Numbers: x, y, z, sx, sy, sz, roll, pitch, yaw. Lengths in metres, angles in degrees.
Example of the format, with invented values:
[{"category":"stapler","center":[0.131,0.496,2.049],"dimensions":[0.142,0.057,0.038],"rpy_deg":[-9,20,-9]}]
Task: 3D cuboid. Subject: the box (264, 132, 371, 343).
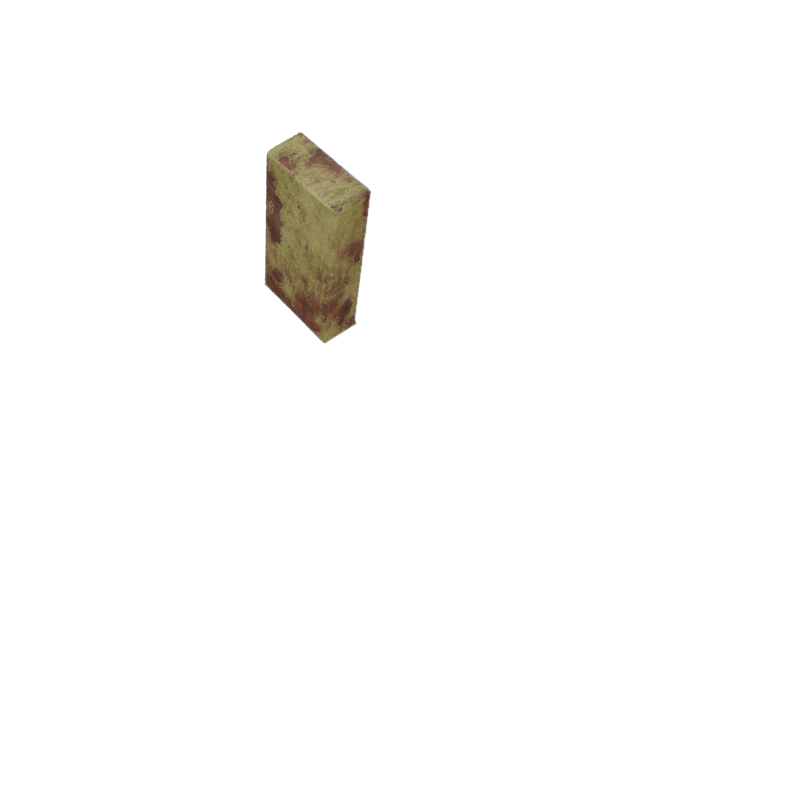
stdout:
[{"category":"box","center":[-0.076,-0.138,0.968],"dimensions":[0.048,0.099,0.165],"rpy_deg":[-33,-28,-25]}]
